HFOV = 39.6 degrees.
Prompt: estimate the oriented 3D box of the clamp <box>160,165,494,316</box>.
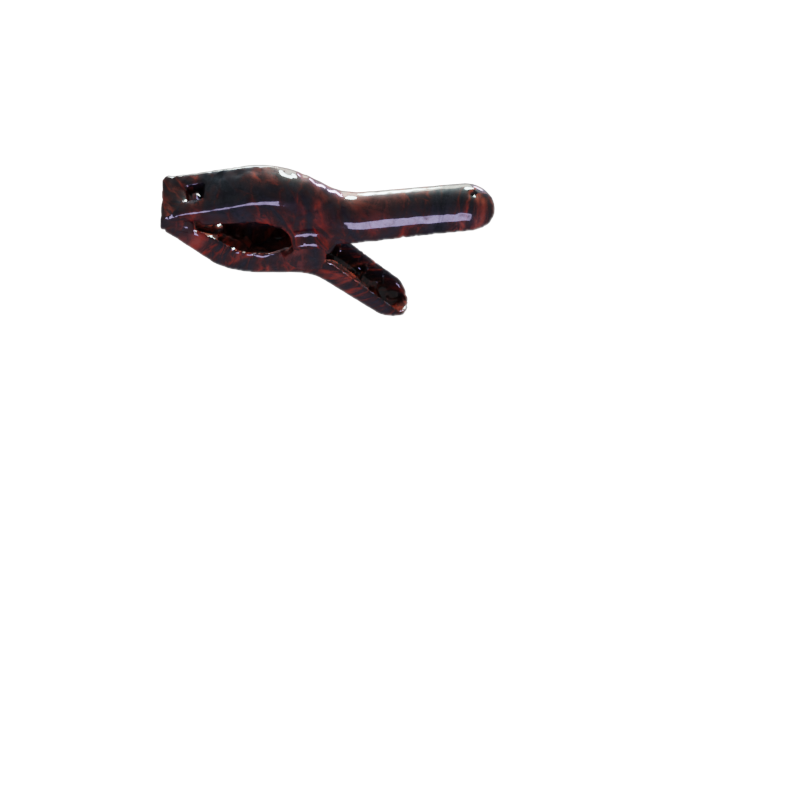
[{"bbox_3d":[-0.047,-0.086,0.605,0.168,0.042,0.114,7,-34,-11],"label":"clamp"}]
